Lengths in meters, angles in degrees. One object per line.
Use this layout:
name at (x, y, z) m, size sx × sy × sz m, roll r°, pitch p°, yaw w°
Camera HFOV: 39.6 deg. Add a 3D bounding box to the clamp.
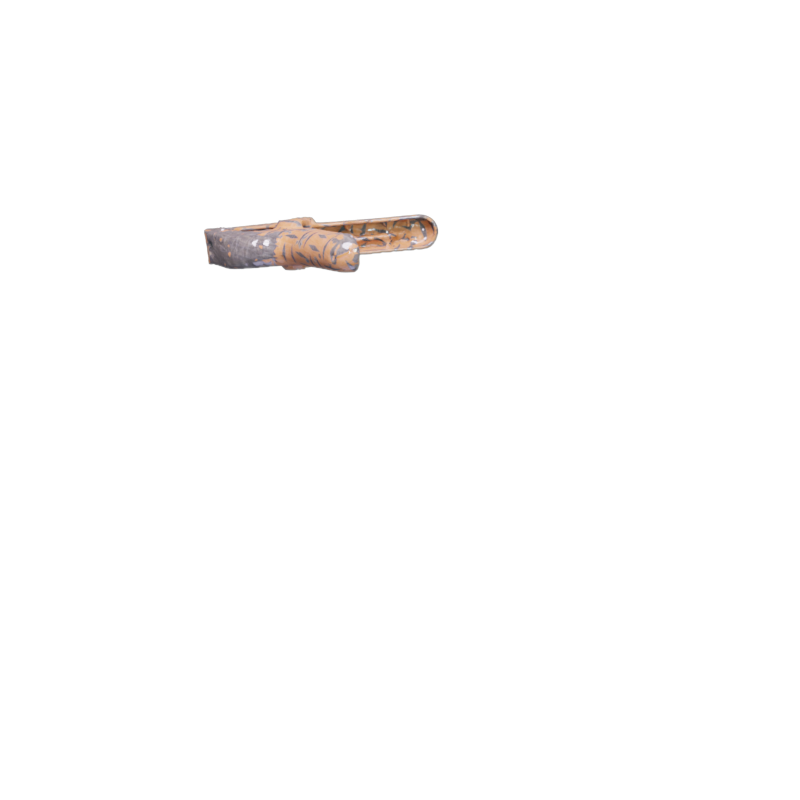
clamp at (-0.062, -0.113, 0.792) m, size 0.179 × 0.038 × 0.117 m, roll 10°, pitch 14°, yaw 40°
